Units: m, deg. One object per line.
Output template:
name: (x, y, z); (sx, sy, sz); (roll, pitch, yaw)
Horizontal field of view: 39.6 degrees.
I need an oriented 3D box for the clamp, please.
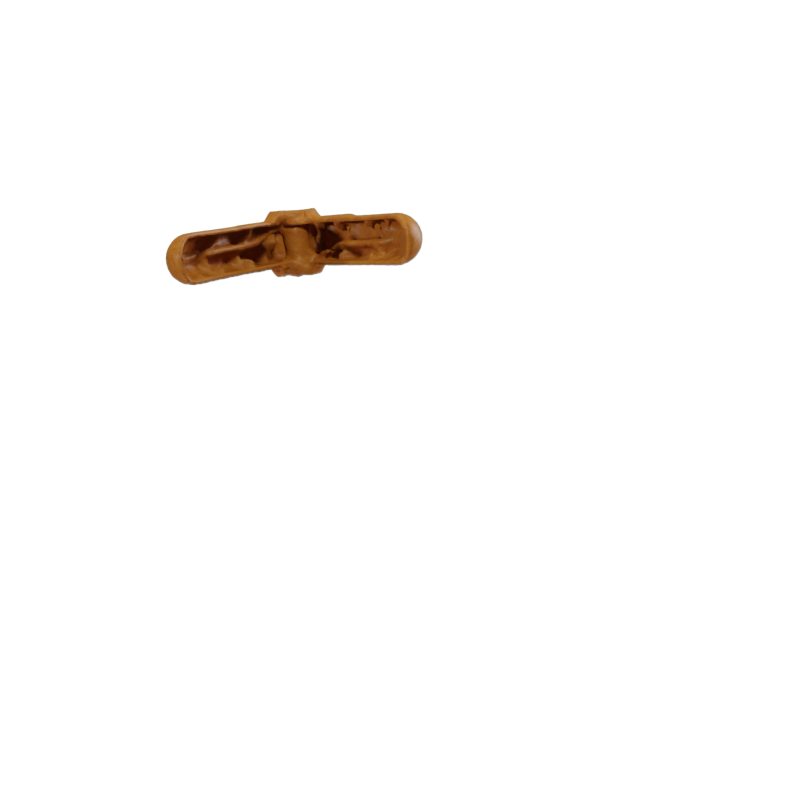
clamp: (-0.046, -0.084, 0.589); (0.121, 0.038, 0.174); (1, 13, 5)
